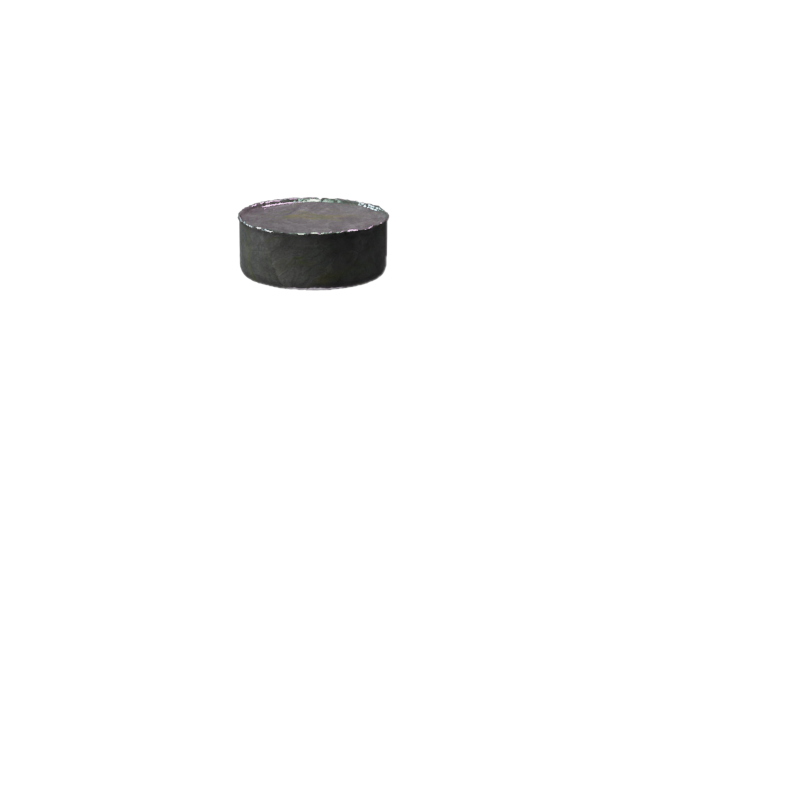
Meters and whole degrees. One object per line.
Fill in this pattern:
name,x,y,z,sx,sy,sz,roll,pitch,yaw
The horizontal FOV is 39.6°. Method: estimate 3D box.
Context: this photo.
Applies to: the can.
can,-0.050,-0.090,0.633,0.086,0.032,0.090,-1,22,-2
